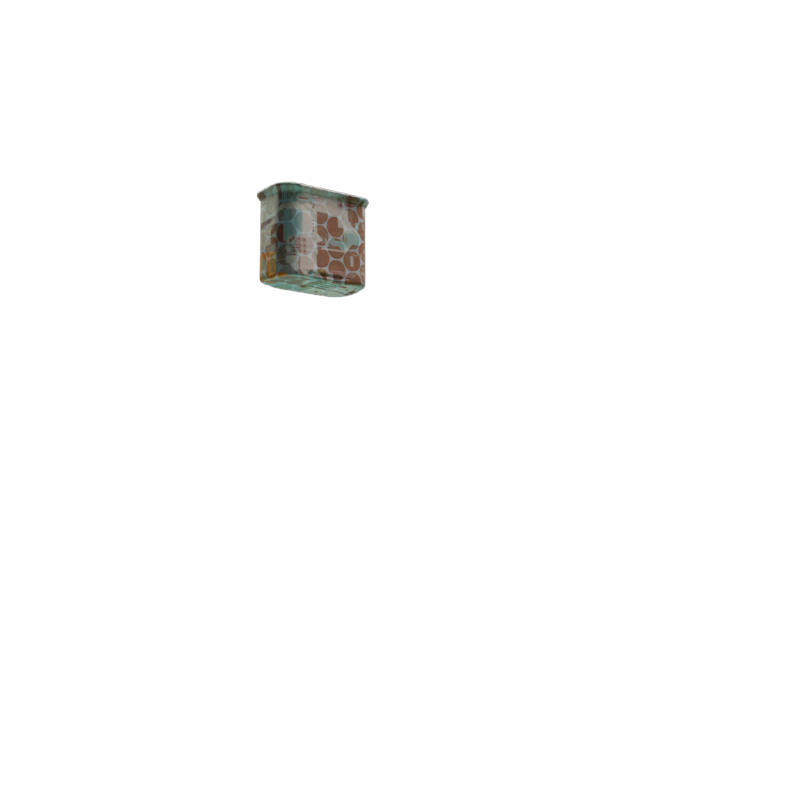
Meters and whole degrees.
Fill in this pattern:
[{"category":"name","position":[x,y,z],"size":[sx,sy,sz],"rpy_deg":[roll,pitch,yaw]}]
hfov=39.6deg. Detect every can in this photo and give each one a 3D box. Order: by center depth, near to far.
[{"category":"can","position":[-0.078,-0.142,0.993],"size":[0.097,0.087,0.058],"rpy_deg":[8,-15,-36]}]
